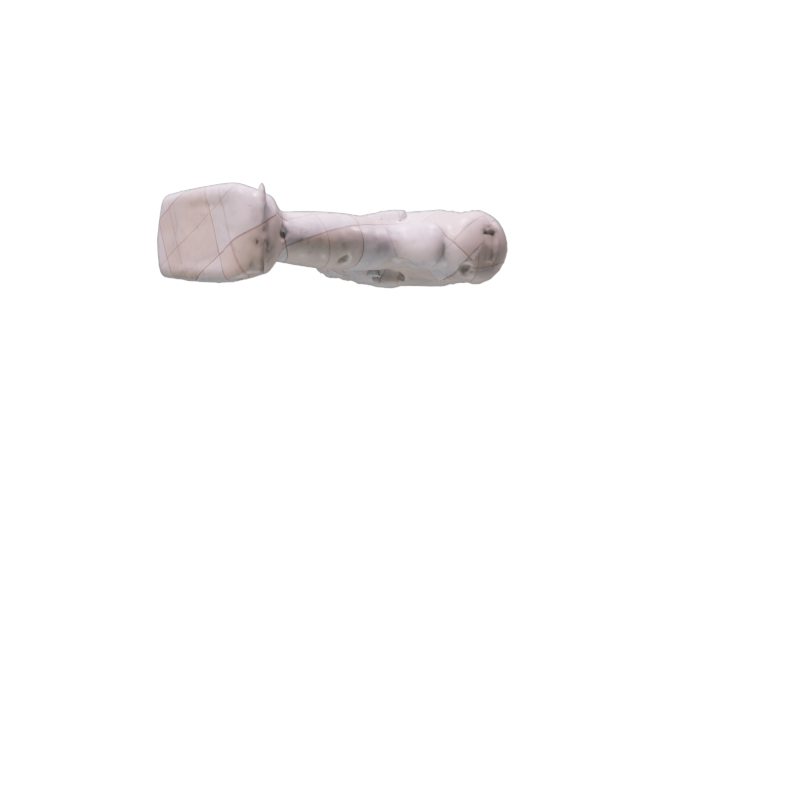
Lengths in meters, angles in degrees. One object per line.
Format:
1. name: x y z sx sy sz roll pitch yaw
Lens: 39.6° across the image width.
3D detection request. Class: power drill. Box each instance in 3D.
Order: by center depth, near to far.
1. power drill: -0.055 -0.101 0.707 0.181 0.057 0.191 -3 5 -36
